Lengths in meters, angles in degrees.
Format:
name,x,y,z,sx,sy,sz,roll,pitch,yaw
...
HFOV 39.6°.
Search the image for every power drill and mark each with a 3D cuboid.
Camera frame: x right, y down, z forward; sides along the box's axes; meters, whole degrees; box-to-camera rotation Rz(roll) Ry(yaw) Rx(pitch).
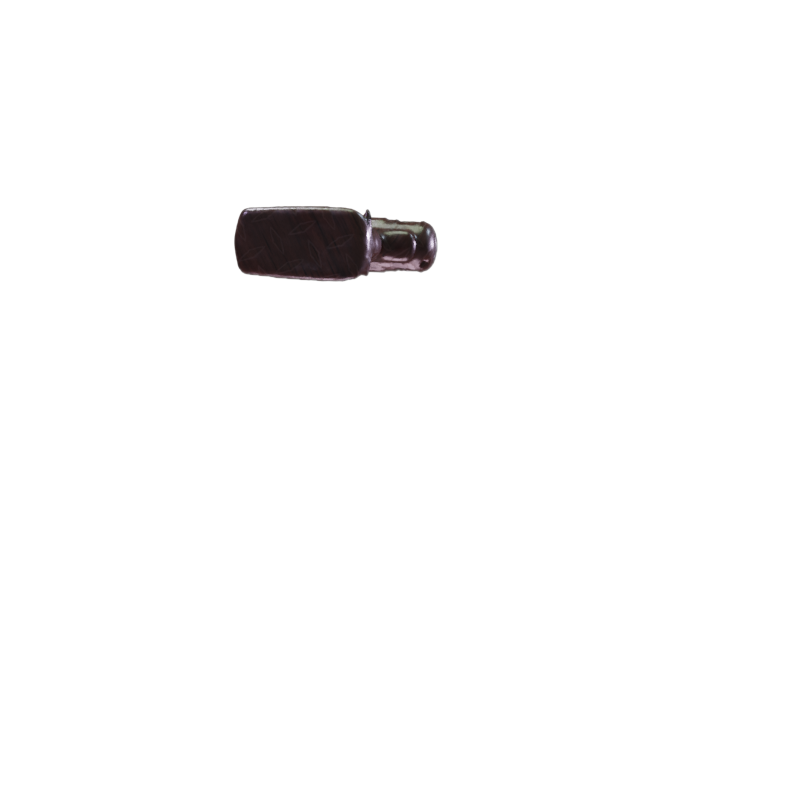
name,x,y,z,sx,sy,sz,roll,pitch,yaw
power drill,-0.073,-0.133,0.933,0.188,0.057,0.186,2,9,14
